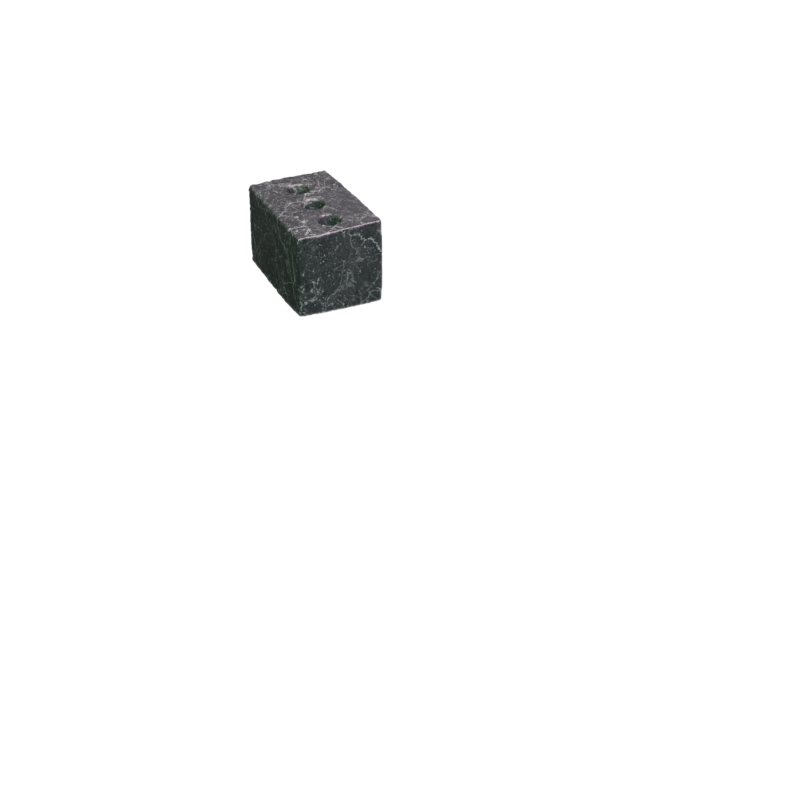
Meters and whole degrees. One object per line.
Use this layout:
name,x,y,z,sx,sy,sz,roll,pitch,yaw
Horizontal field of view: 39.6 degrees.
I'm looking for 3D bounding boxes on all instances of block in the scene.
block,-0.051,-0.092,0.646,0.052,0.048,0.084,-14,36,-23
